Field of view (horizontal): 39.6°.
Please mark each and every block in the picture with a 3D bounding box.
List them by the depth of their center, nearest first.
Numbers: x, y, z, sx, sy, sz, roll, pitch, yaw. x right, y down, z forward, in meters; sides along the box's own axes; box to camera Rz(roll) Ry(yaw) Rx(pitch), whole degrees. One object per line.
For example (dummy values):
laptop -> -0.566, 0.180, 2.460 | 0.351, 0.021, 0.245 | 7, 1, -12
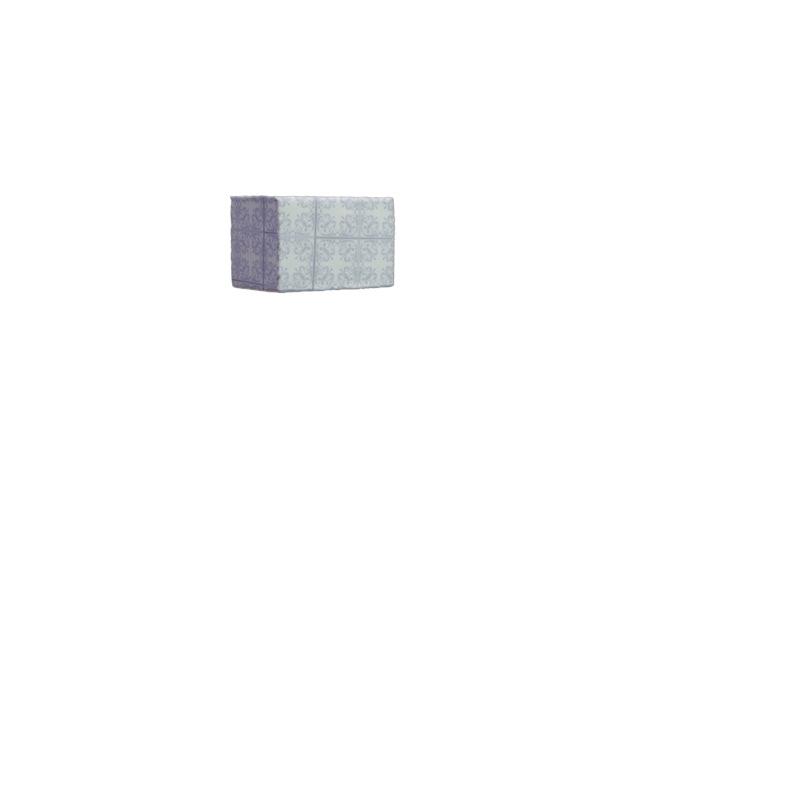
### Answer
block -> -0.048, -0.087, 0.612 | 0.075, 0.051, 0.055 | -5, 8, -35
